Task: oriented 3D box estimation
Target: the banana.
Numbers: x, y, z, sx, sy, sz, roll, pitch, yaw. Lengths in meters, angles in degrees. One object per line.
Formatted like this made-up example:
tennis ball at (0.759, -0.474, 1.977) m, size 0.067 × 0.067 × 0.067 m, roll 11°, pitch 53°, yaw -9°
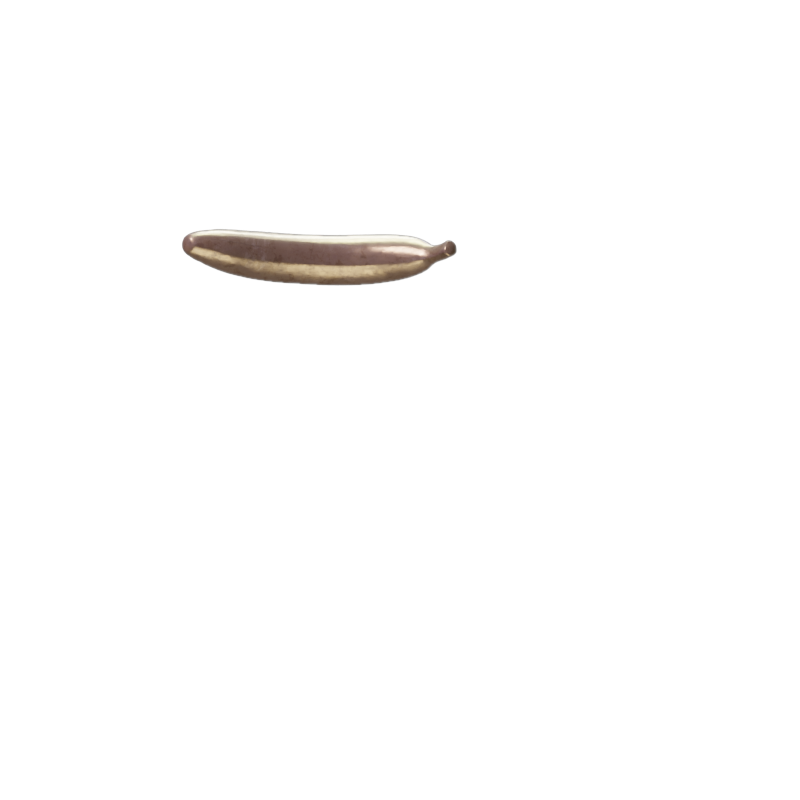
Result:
banana at (-0.060, -0.110, 0.827) m, size 0.198 × 0.039 × 0.066 m, roll 0°, pitch -20°, yaw 1°
